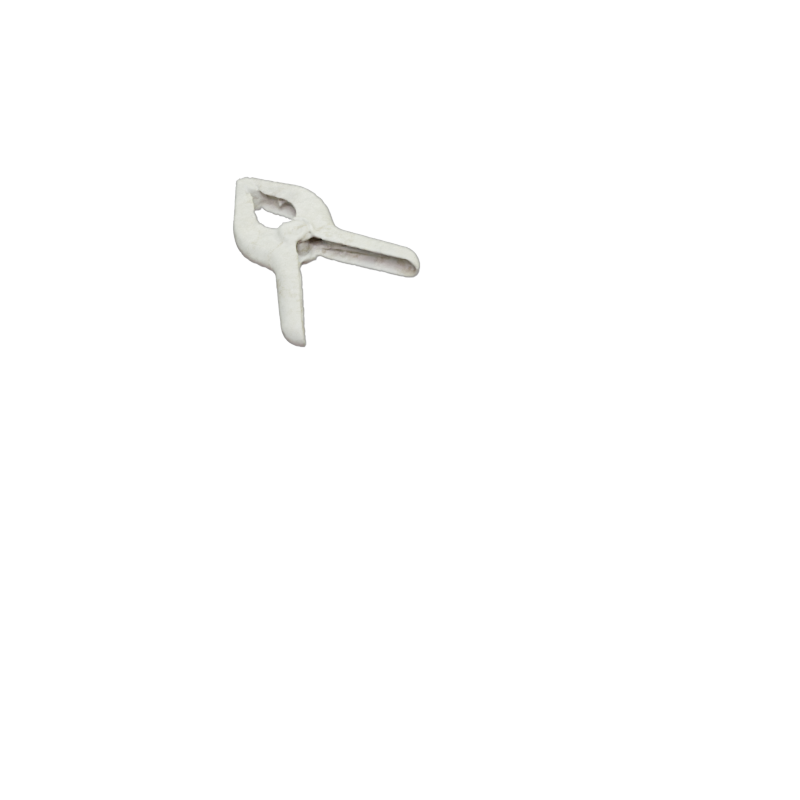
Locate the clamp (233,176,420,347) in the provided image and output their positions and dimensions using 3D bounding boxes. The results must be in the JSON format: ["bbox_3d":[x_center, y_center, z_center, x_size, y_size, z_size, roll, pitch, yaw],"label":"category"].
[{"bbox_3d":[-0.068,-0.124,0.871,0.119,0.185,0.036,-22,-36,-17],"label":"clamp"}]
